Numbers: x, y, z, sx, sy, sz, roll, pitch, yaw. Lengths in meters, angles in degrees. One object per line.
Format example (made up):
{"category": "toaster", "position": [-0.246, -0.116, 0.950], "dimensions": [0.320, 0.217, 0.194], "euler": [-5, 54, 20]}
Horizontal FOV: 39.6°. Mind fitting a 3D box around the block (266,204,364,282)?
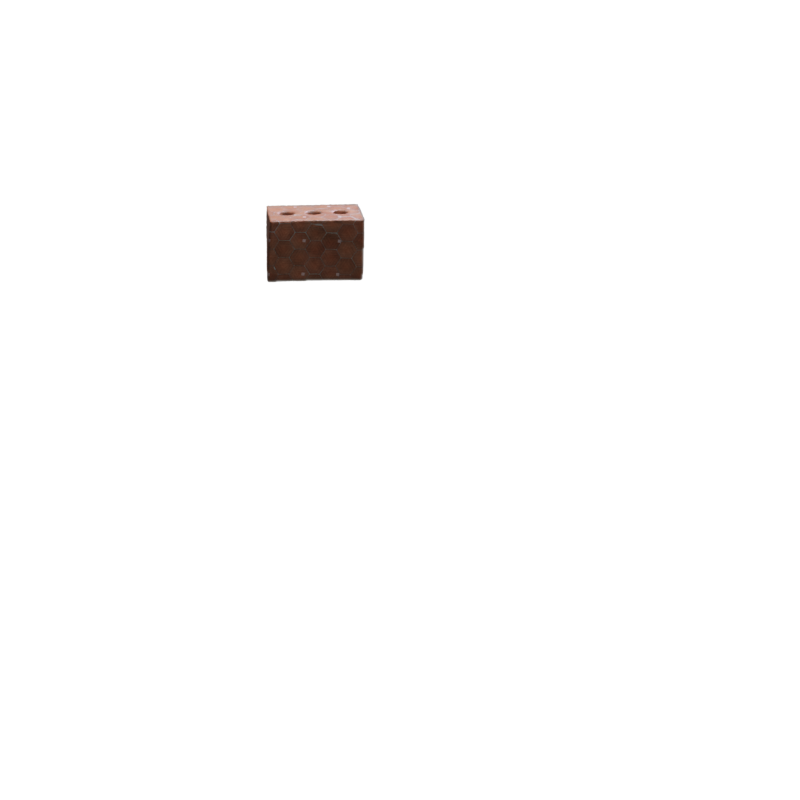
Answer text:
{"category": "block", "position": [-0.071, -0.129, 0.902], "dimensions": [0.077, 0.049, 0.056], "euler": [-2, 22, -6]}
